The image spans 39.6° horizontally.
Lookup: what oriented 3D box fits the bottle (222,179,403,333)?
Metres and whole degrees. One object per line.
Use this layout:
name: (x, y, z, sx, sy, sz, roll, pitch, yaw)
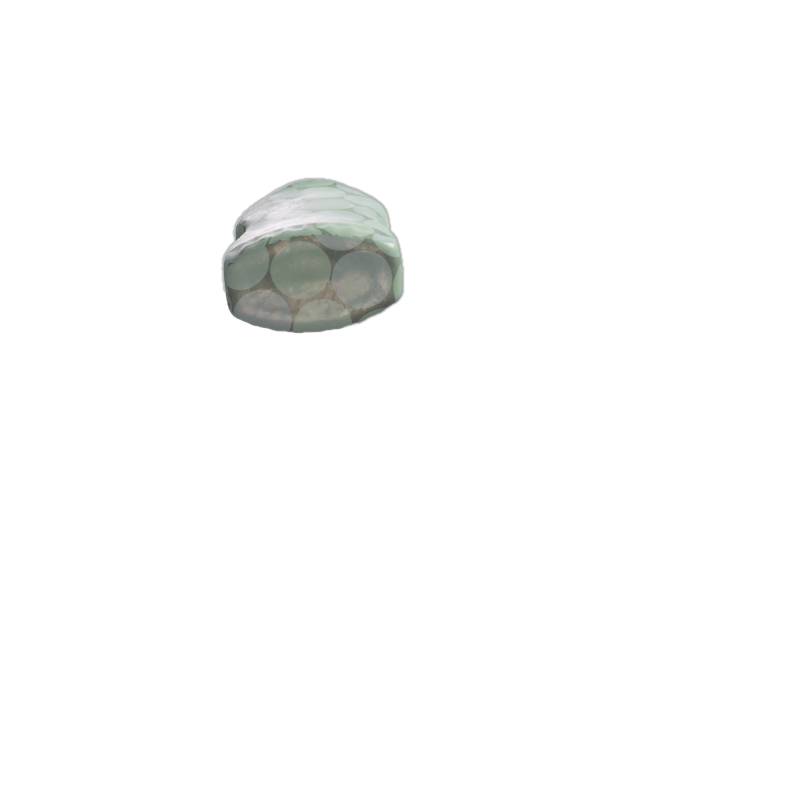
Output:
bottle: (-0.053, -0.097, 0.673, 0.096, 0.056, 0.200, -8, 21, -1)
